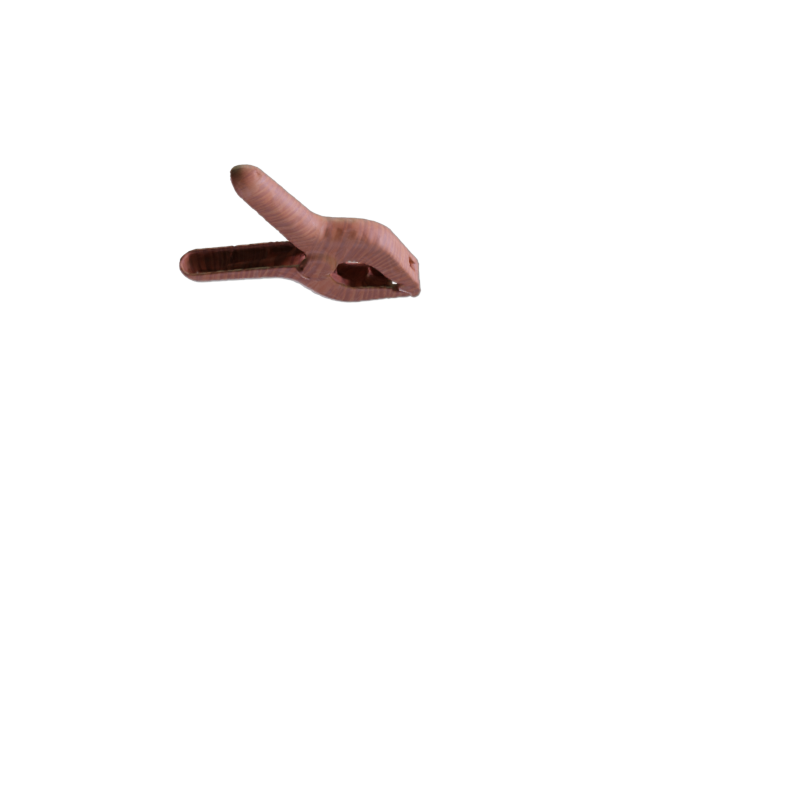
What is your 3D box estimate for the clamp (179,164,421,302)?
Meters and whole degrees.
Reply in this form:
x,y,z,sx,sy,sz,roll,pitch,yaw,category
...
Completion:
x,y,z,sx,sy,sz,roll,pitch,yaw,category
-0.060,-0.110,0.769,0.168,0.042,0.116,7,-26,-14,clamp
